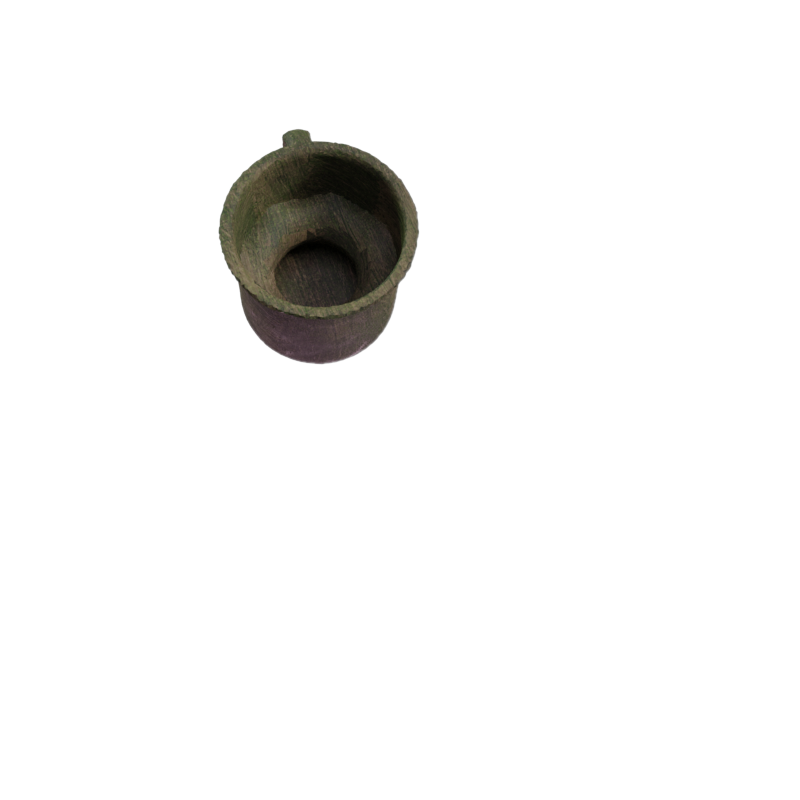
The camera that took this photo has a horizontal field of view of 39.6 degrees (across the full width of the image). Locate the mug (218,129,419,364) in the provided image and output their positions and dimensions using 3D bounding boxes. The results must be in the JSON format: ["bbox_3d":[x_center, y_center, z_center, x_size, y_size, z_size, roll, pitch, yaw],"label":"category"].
[{"bbox_3d":[-0.043,-0.079,0.555,0.093,0.124,0.077,-12,-23,-7],"label":"mug"}]
